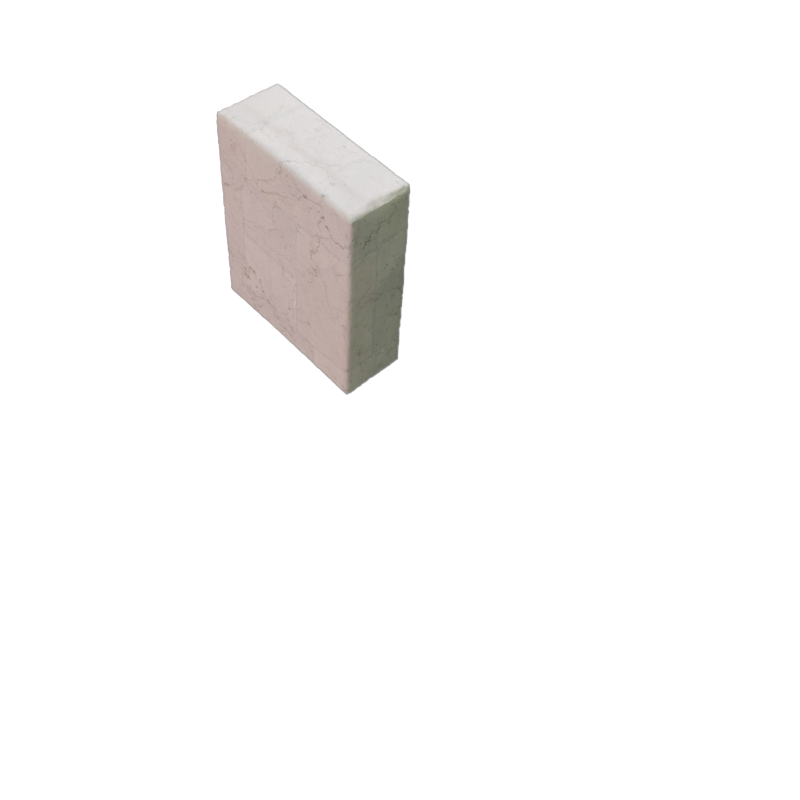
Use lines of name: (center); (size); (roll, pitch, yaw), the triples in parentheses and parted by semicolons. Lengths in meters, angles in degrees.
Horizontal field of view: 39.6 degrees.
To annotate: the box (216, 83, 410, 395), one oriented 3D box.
box: (-0.072, -0.132, 0.922); (0.072, 0.199, 0.175); (-32, 58, -26)
